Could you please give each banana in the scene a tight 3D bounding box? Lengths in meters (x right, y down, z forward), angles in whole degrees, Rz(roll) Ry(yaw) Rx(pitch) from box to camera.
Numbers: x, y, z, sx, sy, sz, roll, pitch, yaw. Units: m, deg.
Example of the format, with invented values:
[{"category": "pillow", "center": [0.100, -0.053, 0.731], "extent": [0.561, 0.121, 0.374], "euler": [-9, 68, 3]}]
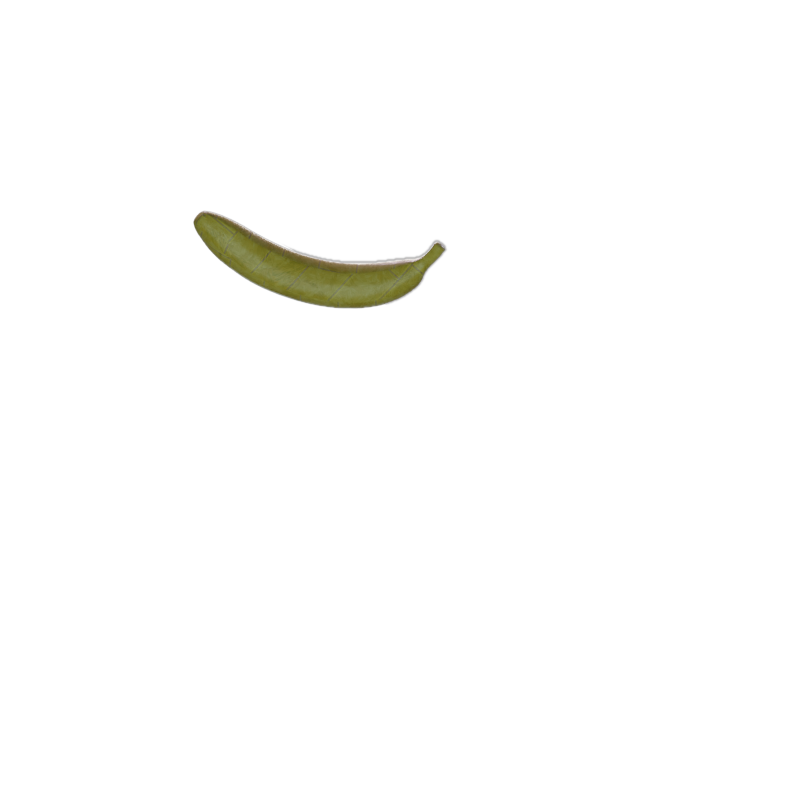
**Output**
[{"category": "banana", "center": [-0.067, -0.108, 0.882], "extent": [0.197, 0.067, 0.038], "euler": [6, 20, -2]}]
